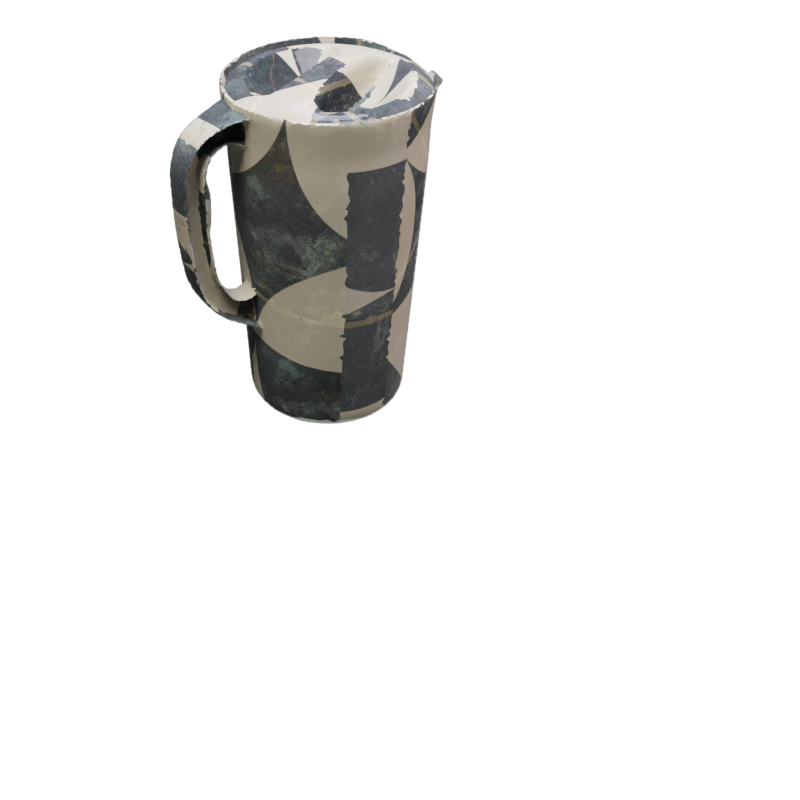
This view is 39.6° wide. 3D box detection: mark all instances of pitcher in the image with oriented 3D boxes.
[{"bbox_3d":[-0.057,-0.104,0.727,0.151,0.228,0.153,7,35,7],"label":"pitcher"}]
